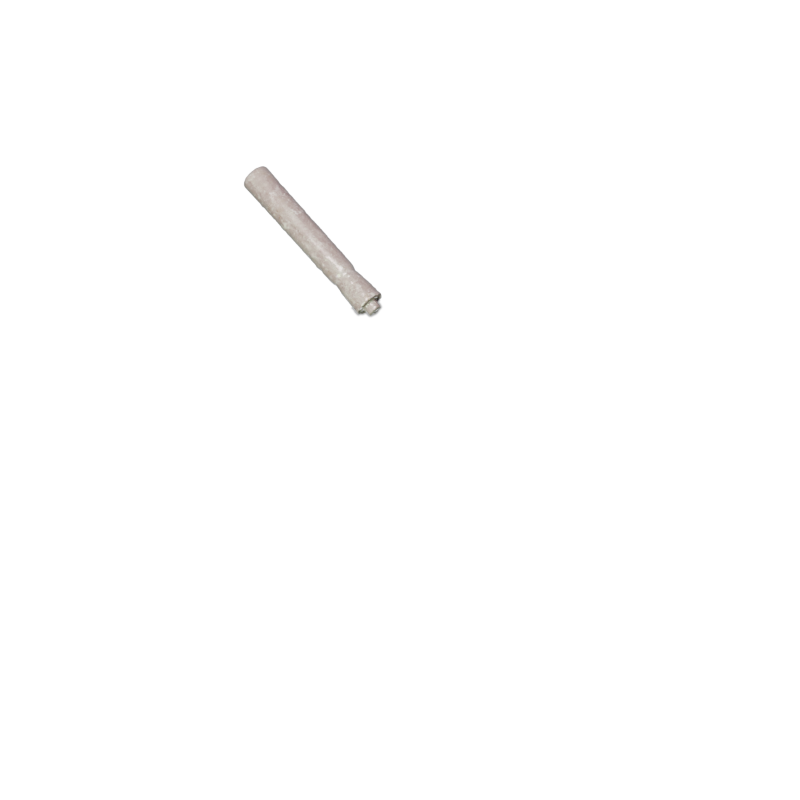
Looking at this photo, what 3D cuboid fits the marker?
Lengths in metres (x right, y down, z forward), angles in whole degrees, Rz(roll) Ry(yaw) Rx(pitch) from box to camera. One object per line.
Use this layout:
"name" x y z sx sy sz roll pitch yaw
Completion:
"marker" -0.054 -0.098 0.688 0.019 0.127 0.019 -49 -22 22
